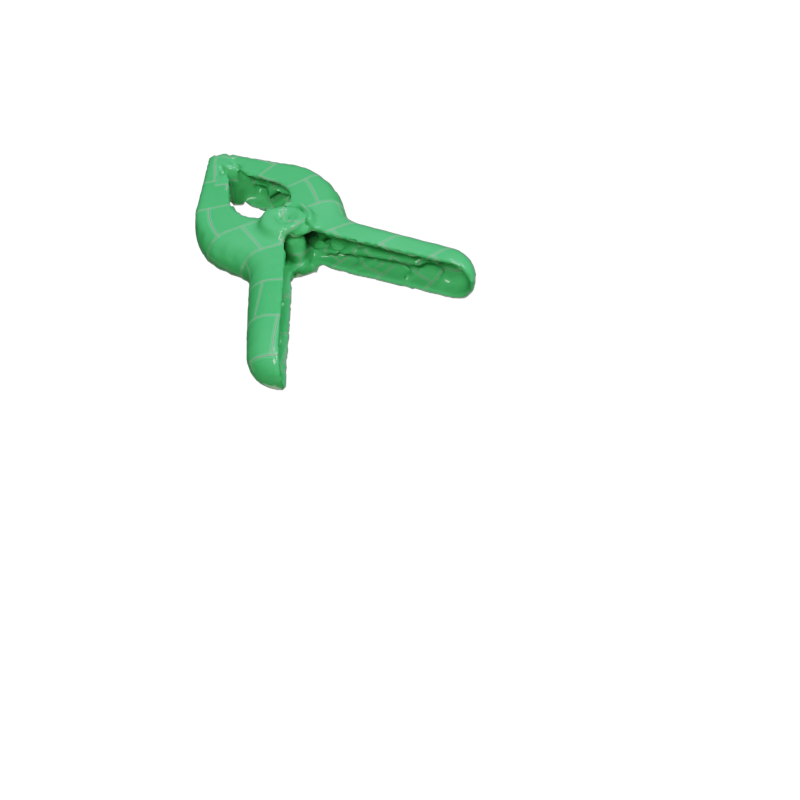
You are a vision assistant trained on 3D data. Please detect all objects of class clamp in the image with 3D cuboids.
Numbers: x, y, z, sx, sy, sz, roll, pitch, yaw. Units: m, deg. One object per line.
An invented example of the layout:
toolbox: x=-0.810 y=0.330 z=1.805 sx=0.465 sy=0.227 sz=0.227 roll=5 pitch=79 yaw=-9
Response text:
clamp: x=-0.045 y=-0.081 z=0.569 sx=0.119 sy=0.037 sz=0.186 roll=-16 pitch=45 yaw=-17
